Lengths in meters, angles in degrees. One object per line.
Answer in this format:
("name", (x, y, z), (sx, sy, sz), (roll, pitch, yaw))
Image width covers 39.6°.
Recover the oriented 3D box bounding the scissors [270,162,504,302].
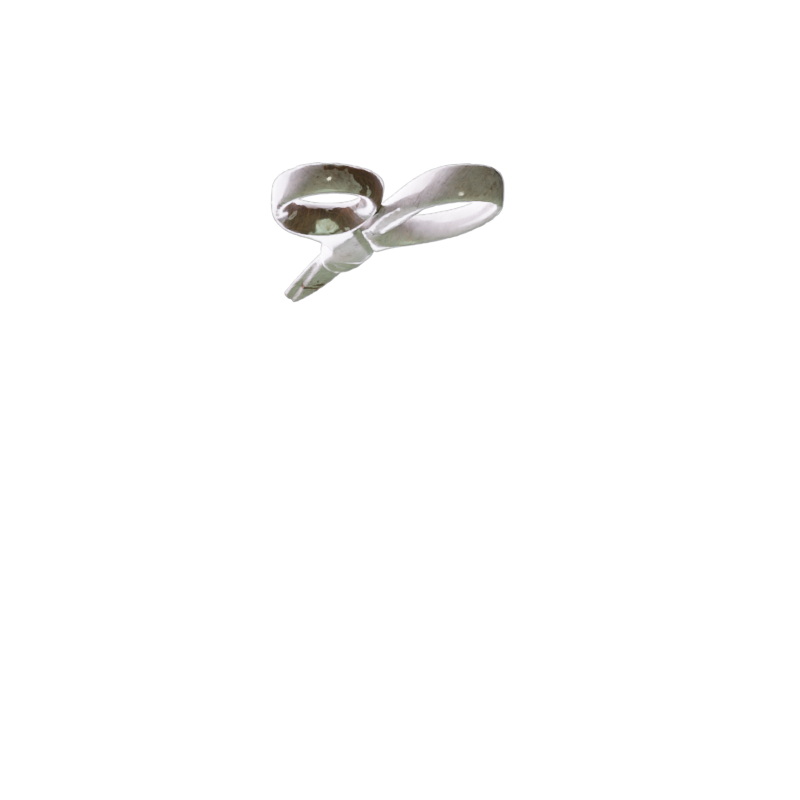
("scissors", (-0.037, -0.068, 0.478), (0.092, 0.016, 0.204), (6, -10, -33))
